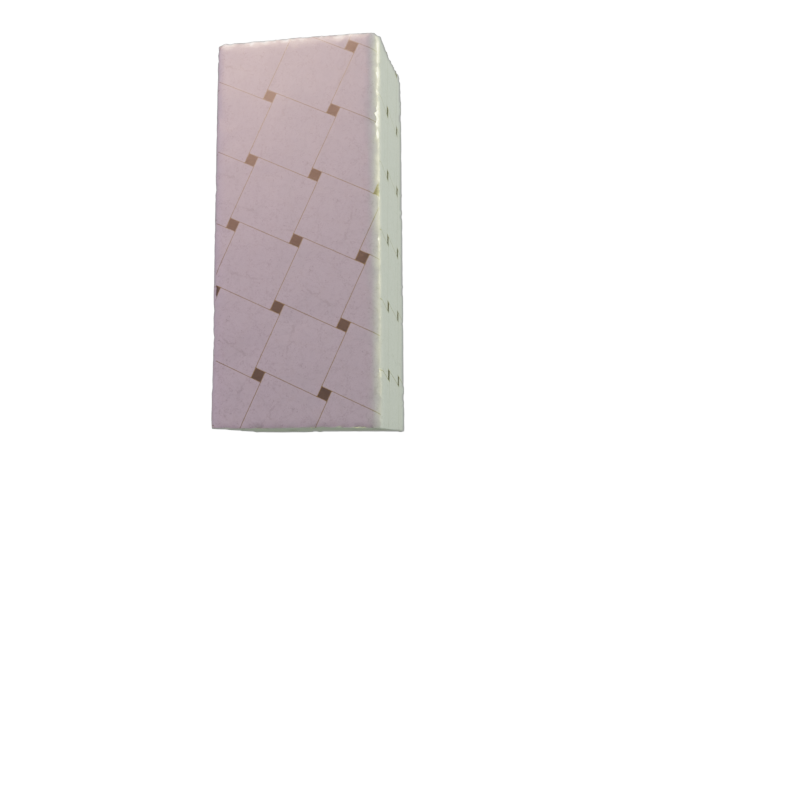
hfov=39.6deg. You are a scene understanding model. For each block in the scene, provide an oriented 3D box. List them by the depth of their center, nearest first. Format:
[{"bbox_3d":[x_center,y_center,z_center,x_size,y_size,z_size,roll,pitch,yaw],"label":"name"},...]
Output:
[{"bbox_3d":[-0.047,-0.088,0.614,0.091,0.211,0.087,-2,-10,10],"label":"block"}]
